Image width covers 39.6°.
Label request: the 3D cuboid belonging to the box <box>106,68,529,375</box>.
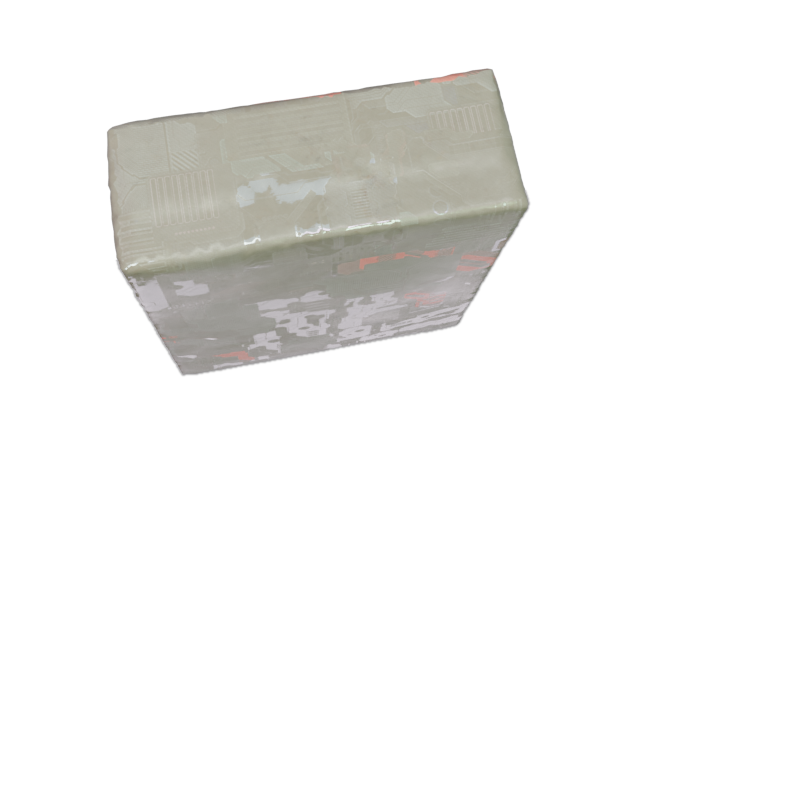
[{"bbox_3d":[-0.042,-0.077,0.539,0.163,0.074,0.207,-10,-10,-5],"label":"box"}]
